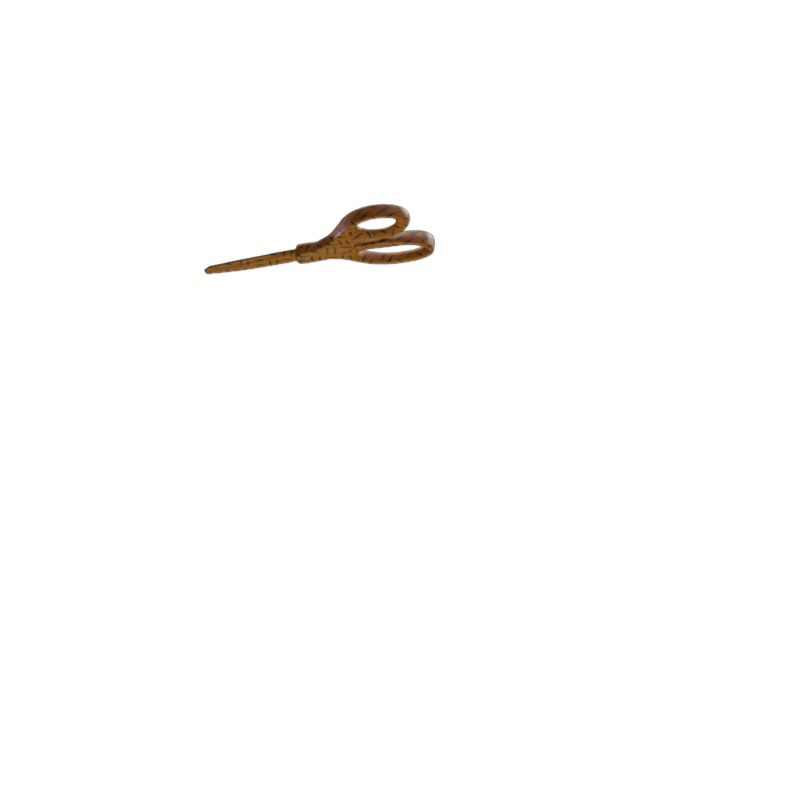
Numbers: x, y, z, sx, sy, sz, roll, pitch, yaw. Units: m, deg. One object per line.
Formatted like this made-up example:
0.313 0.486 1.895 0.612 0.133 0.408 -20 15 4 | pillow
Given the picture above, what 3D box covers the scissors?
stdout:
-0.072 -0.132 0.925 0.203 0.017 0.090 -2 -22 5 | scissors
